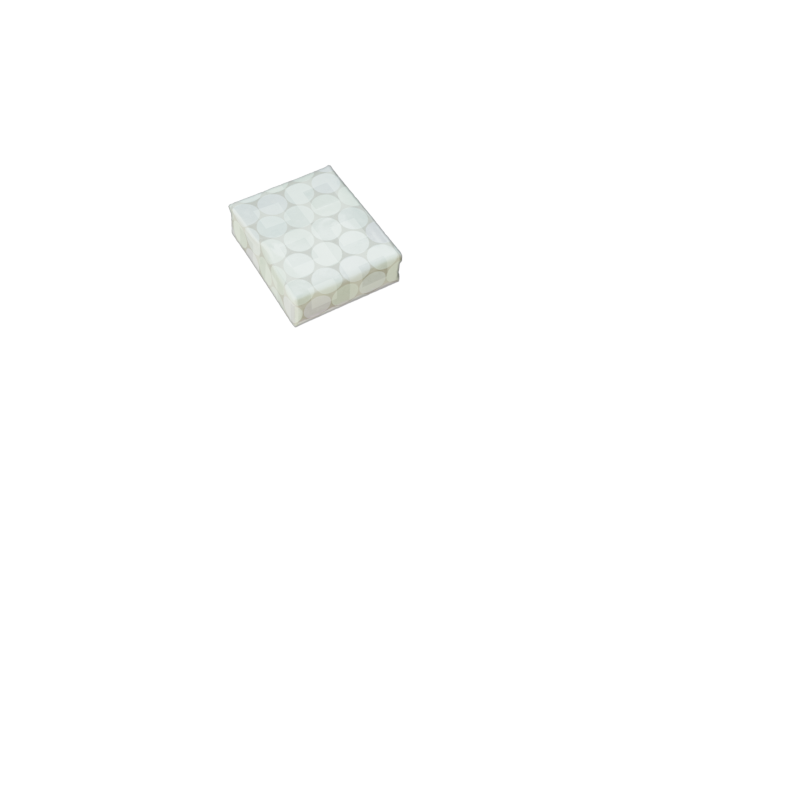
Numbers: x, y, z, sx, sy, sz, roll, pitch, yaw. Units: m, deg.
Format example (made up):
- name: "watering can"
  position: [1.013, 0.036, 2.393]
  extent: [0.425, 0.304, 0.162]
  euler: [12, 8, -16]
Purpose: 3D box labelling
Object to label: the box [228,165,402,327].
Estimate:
- name: "box"
  position: [-0.053, -0.096, 0.674]
  extent: [0.073, 0.096, 0.028]
  euler: [-24, -34, -18]
